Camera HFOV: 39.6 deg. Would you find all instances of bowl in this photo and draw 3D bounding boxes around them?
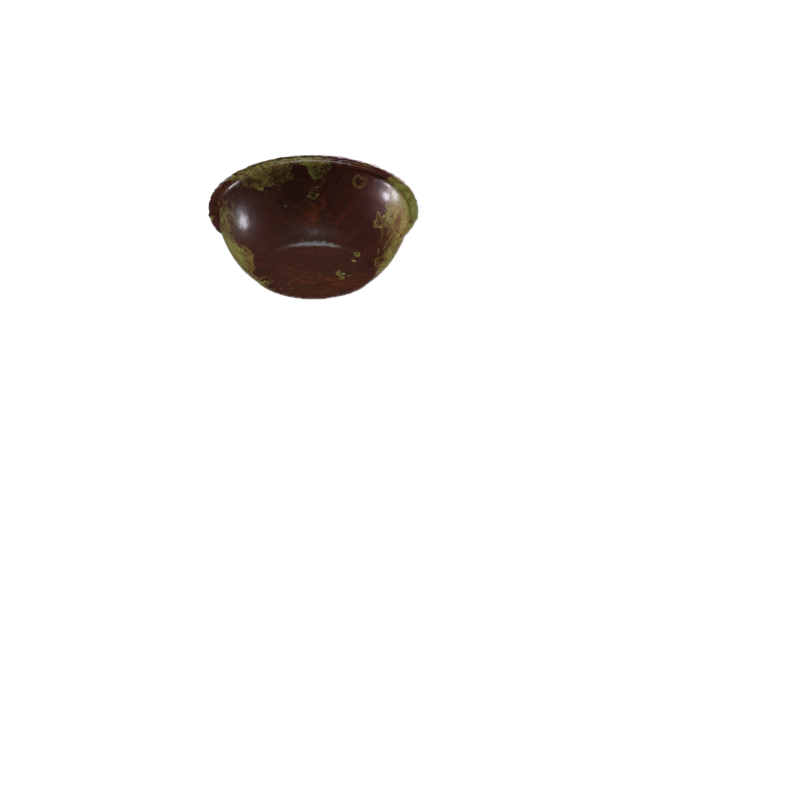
[{"bbox_3d":[-0.066,-0.120,0.842,0.162,0.058,0.153,1,-23,-2],"label":"bowl"}]
